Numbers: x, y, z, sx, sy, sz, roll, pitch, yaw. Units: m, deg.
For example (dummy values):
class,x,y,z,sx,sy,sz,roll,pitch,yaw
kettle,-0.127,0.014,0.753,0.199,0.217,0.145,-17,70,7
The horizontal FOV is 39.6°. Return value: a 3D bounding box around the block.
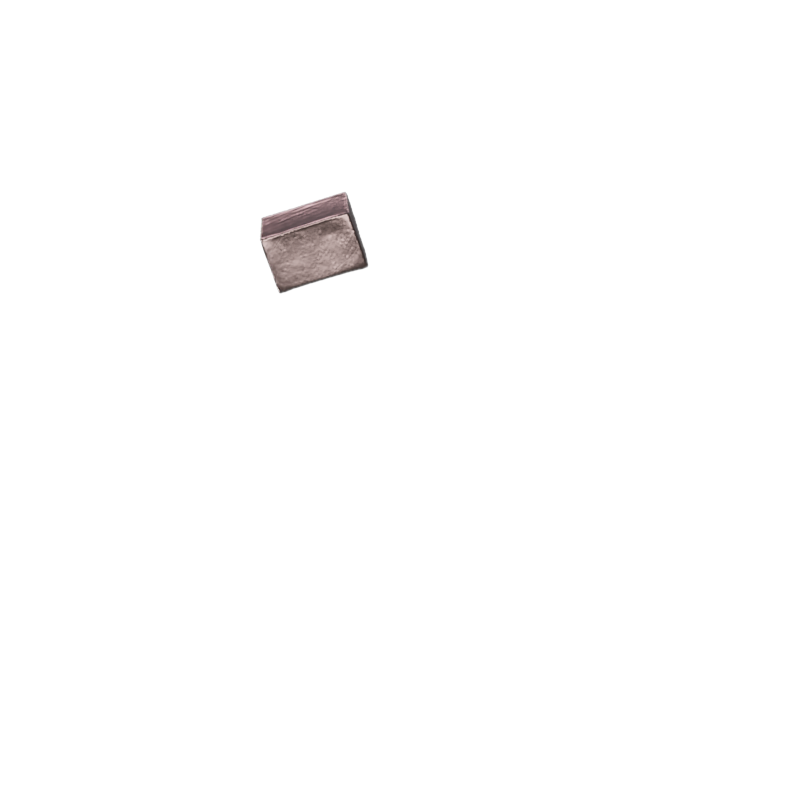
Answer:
class,x,y,z,sx,sy,sz,roll,pitch,yaw
block,-0.072,-0.131,0.916,0.078,0.050,0.054,-16,26,6
